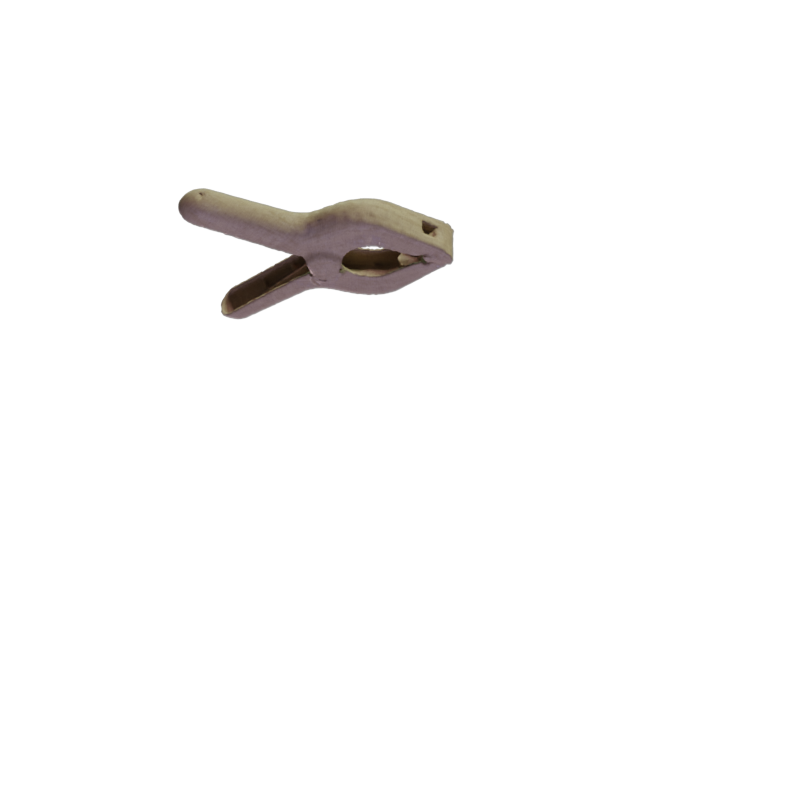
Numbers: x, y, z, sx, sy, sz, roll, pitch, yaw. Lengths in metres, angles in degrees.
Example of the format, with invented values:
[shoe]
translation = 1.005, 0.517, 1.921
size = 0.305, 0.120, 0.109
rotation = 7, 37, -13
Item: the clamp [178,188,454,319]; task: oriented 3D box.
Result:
[clamp]
translation = -0.055, -0.101, 0.706
size = 0.174, 0.042, 0.111
rotation = -9, -30, 15
